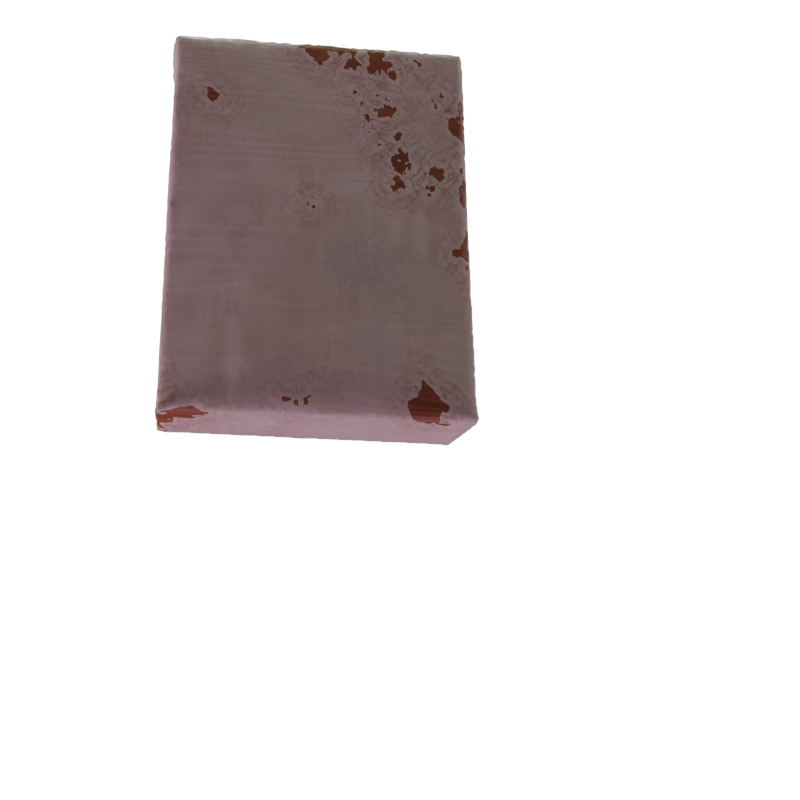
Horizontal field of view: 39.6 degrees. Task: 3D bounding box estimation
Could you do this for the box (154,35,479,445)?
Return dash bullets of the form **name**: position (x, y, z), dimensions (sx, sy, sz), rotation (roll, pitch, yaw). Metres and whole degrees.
- **box**: position (-0.048, -0.087, 0.613), dimensions (0.162, 0.224, 0.069), rotation (2, -21, -9)
